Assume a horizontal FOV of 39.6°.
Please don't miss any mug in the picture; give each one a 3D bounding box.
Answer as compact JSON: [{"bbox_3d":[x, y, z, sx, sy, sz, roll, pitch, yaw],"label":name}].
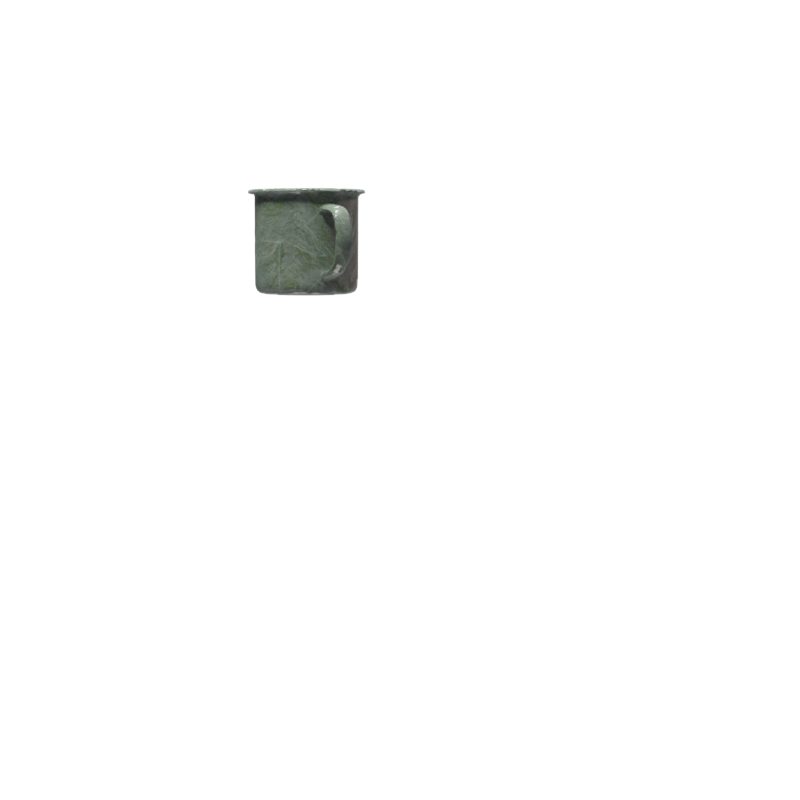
[{"bbox_3d":[-0.068,-0.124,0.866,0.090,0.081,0.122,-3,7,-30],"label":"mug"}]
